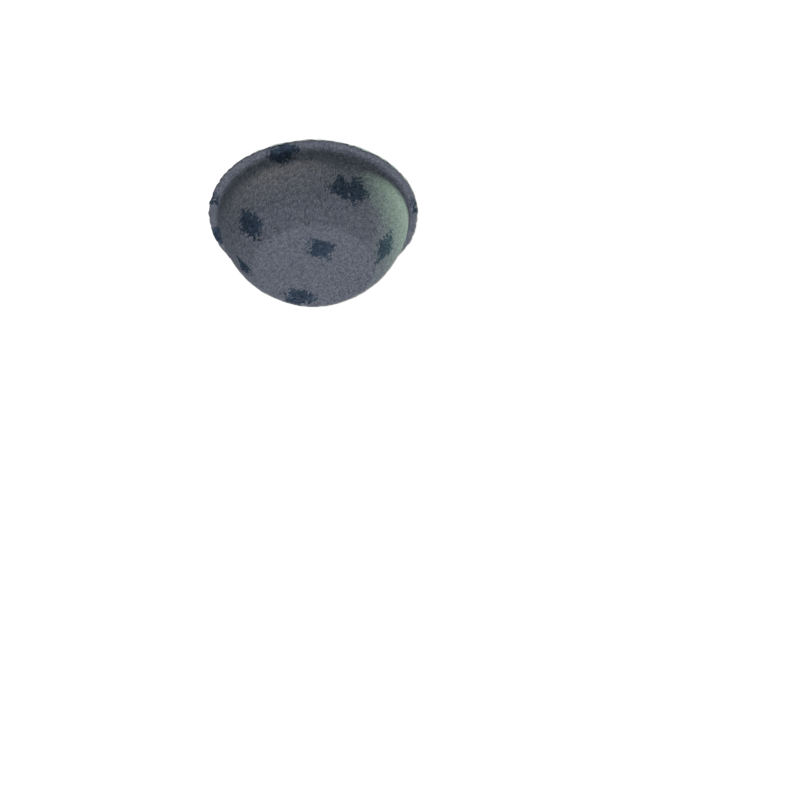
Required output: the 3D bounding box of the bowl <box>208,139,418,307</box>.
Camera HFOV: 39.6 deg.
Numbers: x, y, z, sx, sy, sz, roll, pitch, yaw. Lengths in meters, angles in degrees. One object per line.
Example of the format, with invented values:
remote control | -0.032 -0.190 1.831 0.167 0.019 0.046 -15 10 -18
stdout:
bowl | -0.066 -0.120 0.840 0.162 0.059 0.151 1 -38 -1
